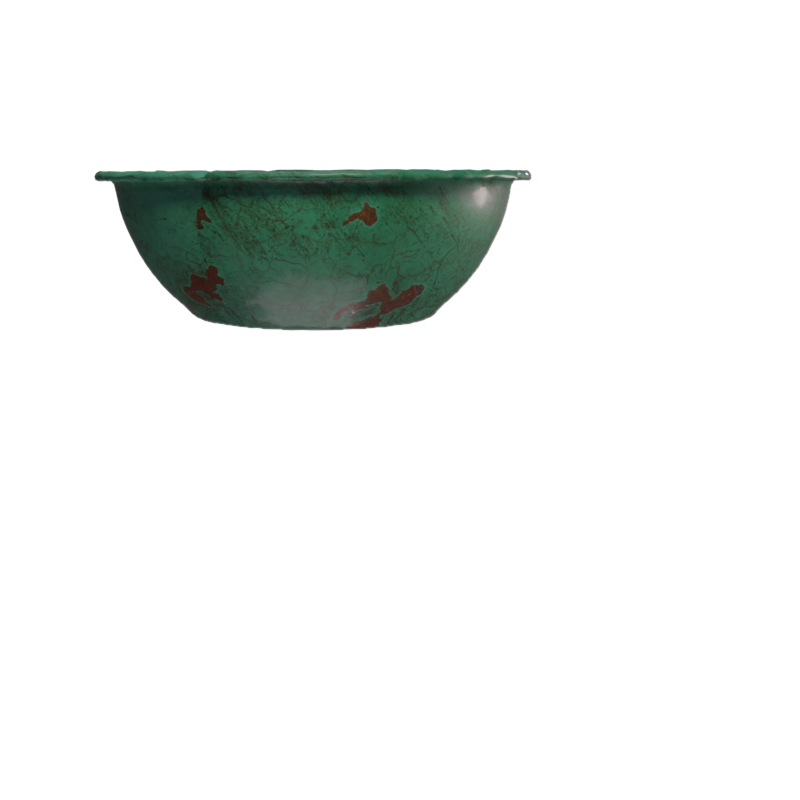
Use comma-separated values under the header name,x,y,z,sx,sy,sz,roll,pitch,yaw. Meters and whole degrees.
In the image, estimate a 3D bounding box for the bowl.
name,x,y,z,sx,sy,sz,roll,pitch,yaw
bowl,-0.033,-0.060,0.418,0.162,0.054,0.165,0,11,-2
